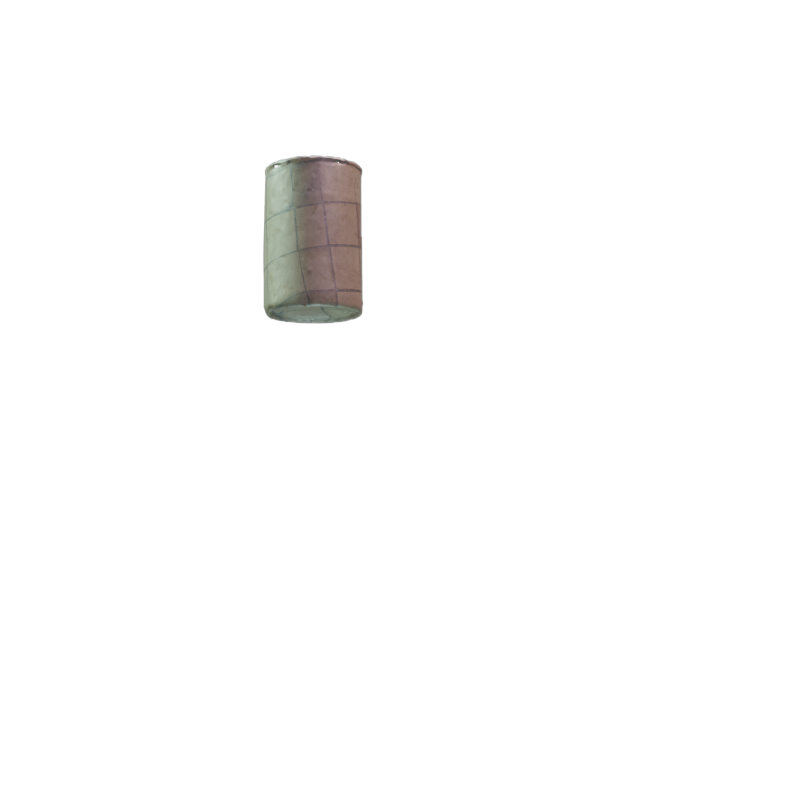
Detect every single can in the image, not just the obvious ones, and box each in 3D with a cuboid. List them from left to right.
[{"bbox_3d":[-0.059,-0.108,0.756,0.068,0.106,0.067,0,-12,-2],"label":"can"}]
